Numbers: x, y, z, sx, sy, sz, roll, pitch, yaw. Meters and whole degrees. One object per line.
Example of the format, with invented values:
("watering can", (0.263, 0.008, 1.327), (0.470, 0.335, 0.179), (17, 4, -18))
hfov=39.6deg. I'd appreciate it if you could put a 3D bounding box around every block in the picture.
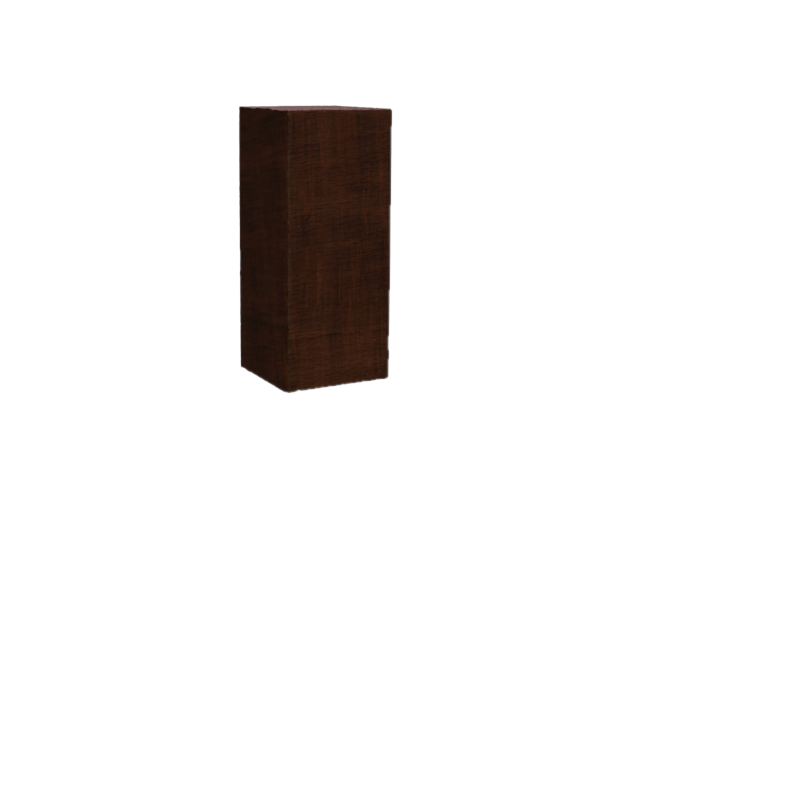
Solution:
("block", (-0.067, -0.122, 0.853), (0.088, 0.201, 0.095), (-5, 12, -30))
